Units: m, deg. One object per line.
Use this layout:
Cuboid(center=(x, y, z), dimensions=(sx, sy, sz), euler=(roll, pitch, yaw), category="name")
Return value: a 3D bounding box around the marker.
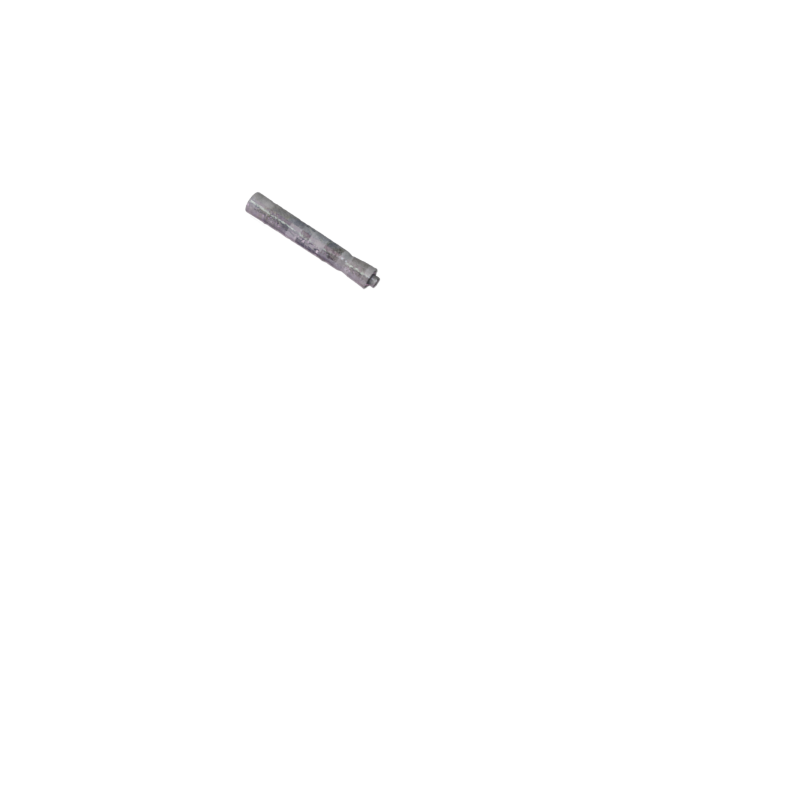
Cuboid(center=(-0.068, -0.124, 0.870), dimensions=(0.125, 0.019, 0.019), euler=(34, 11, 13), category="marker")
